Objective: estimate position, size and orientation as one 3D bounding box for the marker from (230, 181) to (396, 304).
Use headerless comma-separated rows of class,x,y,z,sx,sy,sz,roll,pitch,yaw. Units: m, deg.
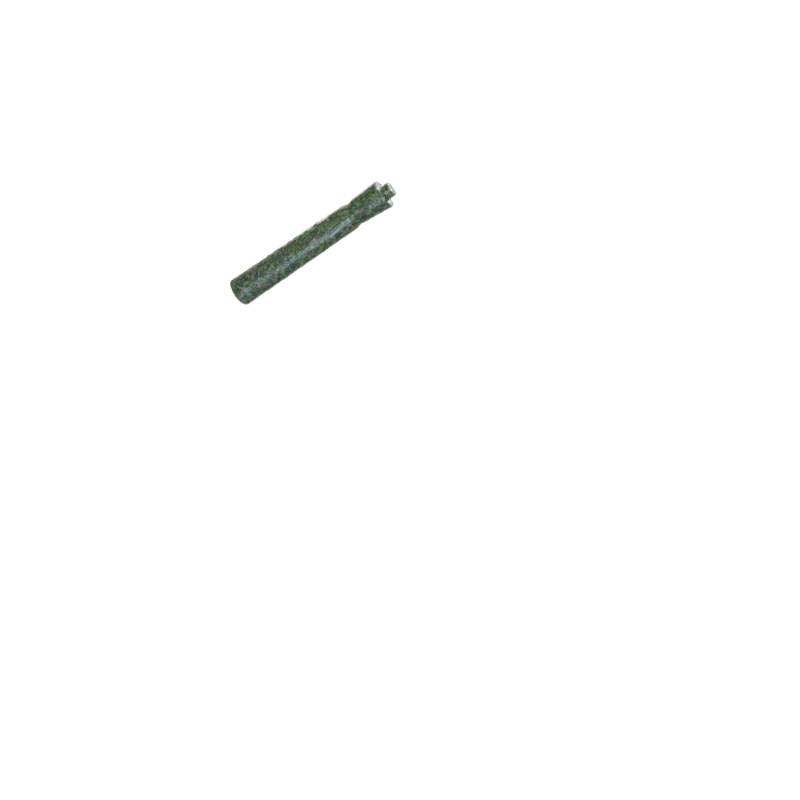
marker,-0.054,-0.099,0.693,0.120,0.020,0.019,-32,-6,17
